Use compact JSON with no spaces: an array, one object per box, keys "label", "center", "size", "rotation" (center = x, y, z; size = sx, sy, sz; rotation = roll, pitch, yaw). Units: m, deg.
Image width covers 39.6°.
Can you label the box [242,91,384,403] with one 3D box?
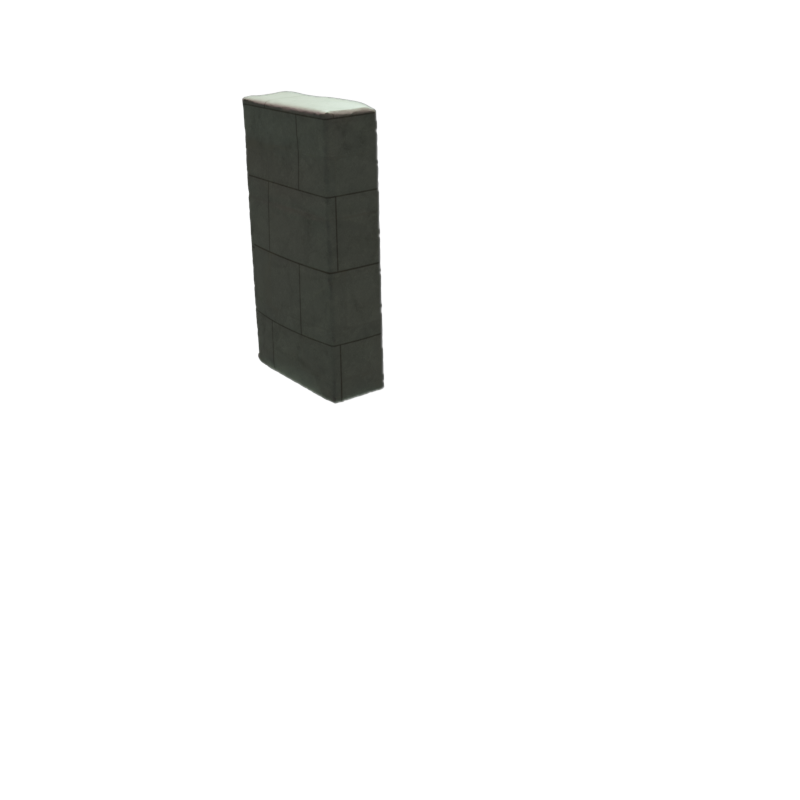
[{"label":"box","center":[-0.053,-0.097,0.682],"size":[0.047,0.170,0.099],"rotation":[-10,20,-35]}]
